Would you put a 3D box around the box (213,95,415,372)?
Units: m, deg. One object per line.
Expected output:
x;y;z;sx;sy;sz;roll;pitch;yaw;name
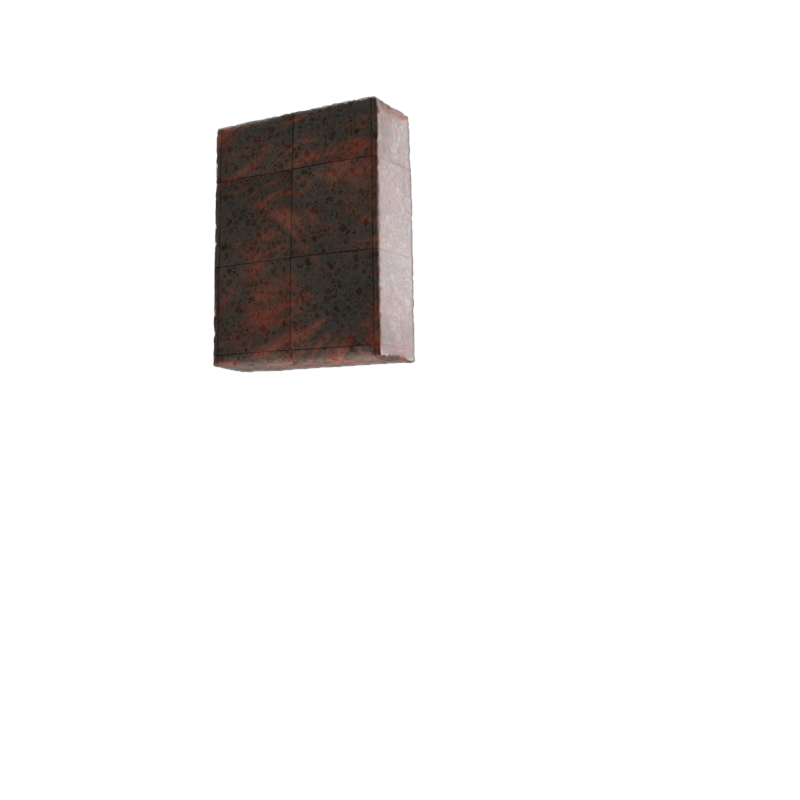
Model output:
-0.074;-0.135;0.943;0.169;0.220;0.068;-6;-12;30;box
